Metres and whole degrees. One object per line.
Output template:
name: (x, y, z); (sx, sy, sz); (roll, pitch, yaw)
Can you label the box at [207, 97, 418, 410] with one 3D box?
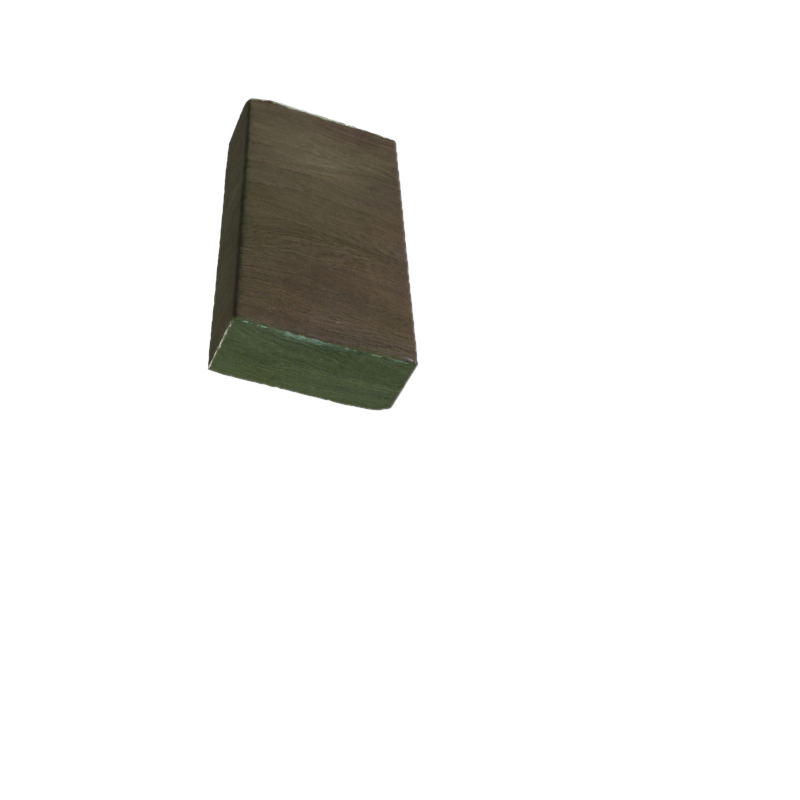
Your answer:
box: (-0.045, -0.082, 0.573); (0.091, 0.189, 0.046); (13, -45, -17)
